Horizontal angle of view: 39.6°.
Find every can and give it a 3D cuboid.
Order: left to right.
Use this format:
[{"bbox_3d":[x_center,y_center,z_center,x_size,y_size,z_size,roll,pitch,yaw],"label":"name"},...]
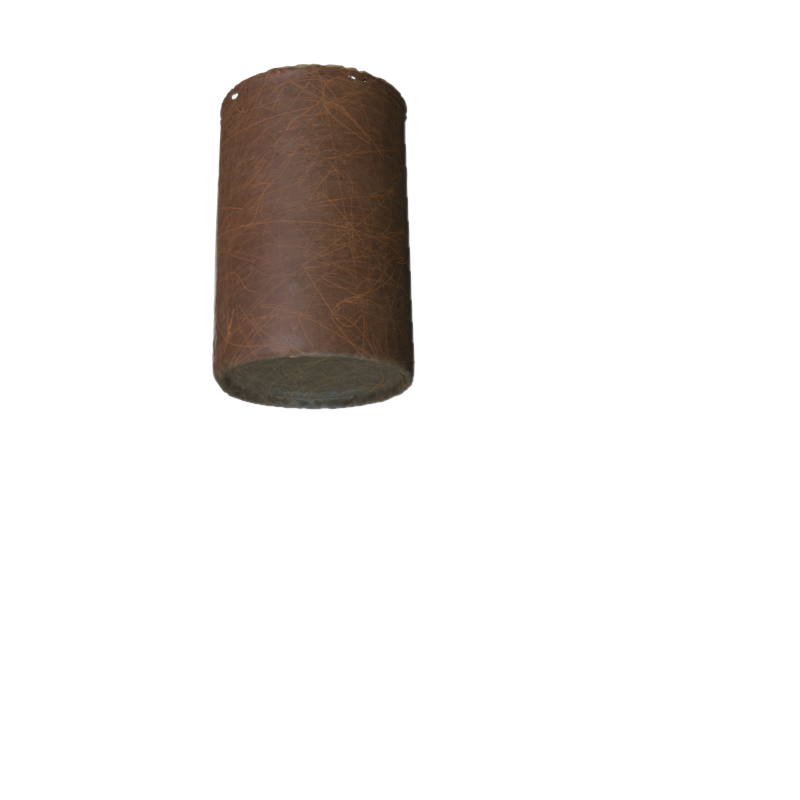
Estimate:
[{"bbox_3d":[-0.030,-0.055,0.382,0.068,0.107,0.065,0,-20,-2],"label":"can"}]
